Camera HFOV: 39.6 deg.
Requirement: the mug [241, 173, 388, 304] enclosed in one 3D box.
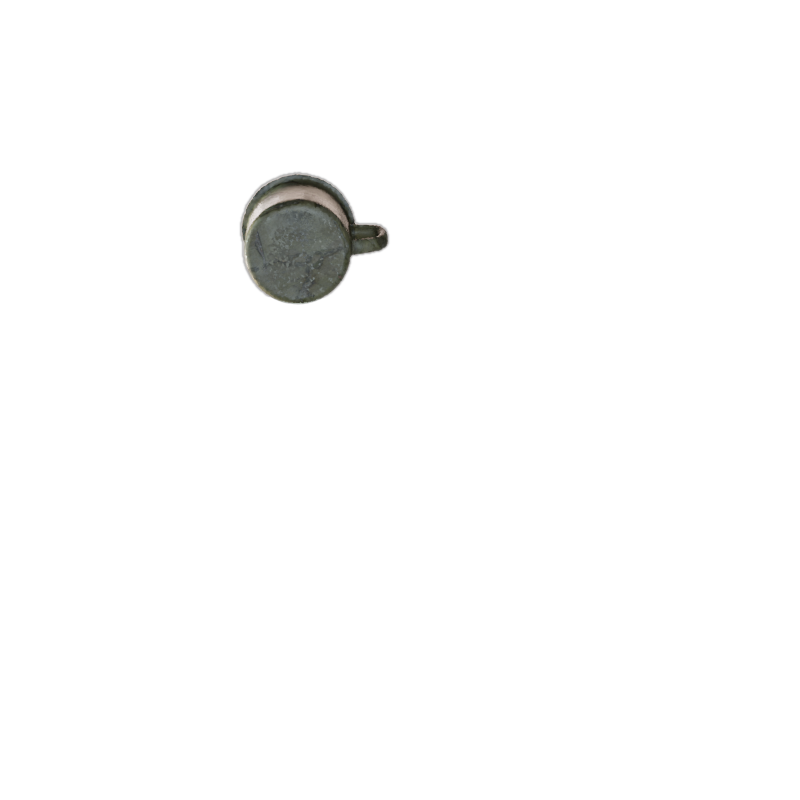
[{"bbox_3d":[-0.068,-0.123,0.863,0.117,0.090,0.085,1,17,-2],"label":"mug"}]
